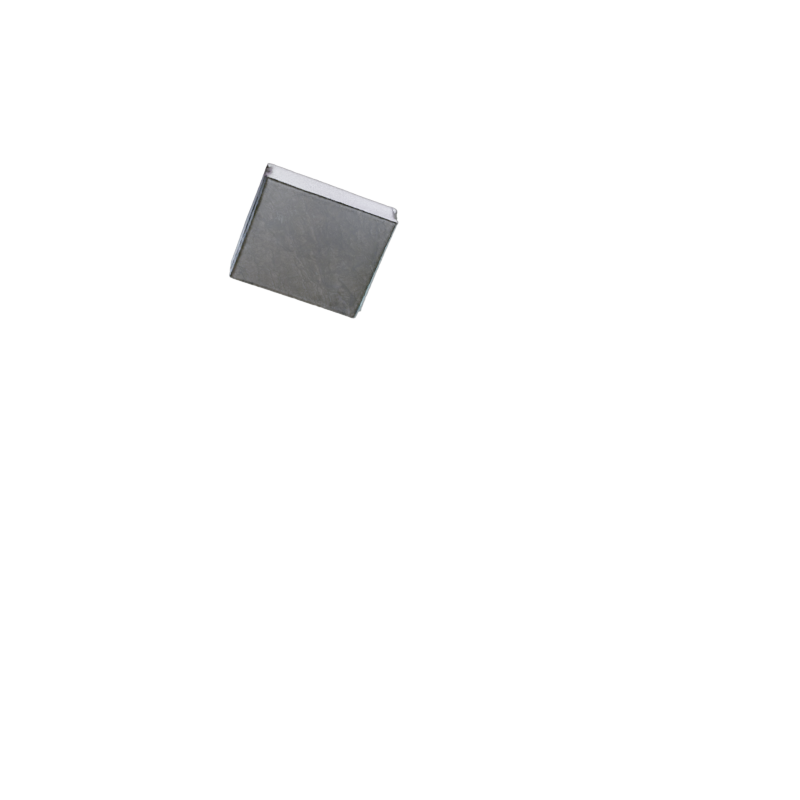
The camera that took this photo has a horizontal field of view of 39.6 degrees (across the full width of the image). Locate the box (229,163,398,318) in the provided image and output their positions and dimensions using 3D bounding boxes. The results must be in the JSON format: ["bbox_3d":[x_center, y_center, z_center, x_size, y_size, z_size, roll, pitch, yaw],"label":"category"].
[{"bbox_3d":[-0.055,-0.100,0.702,0.088,0.070,0.032,19,24,-9],"label":"box"}]
